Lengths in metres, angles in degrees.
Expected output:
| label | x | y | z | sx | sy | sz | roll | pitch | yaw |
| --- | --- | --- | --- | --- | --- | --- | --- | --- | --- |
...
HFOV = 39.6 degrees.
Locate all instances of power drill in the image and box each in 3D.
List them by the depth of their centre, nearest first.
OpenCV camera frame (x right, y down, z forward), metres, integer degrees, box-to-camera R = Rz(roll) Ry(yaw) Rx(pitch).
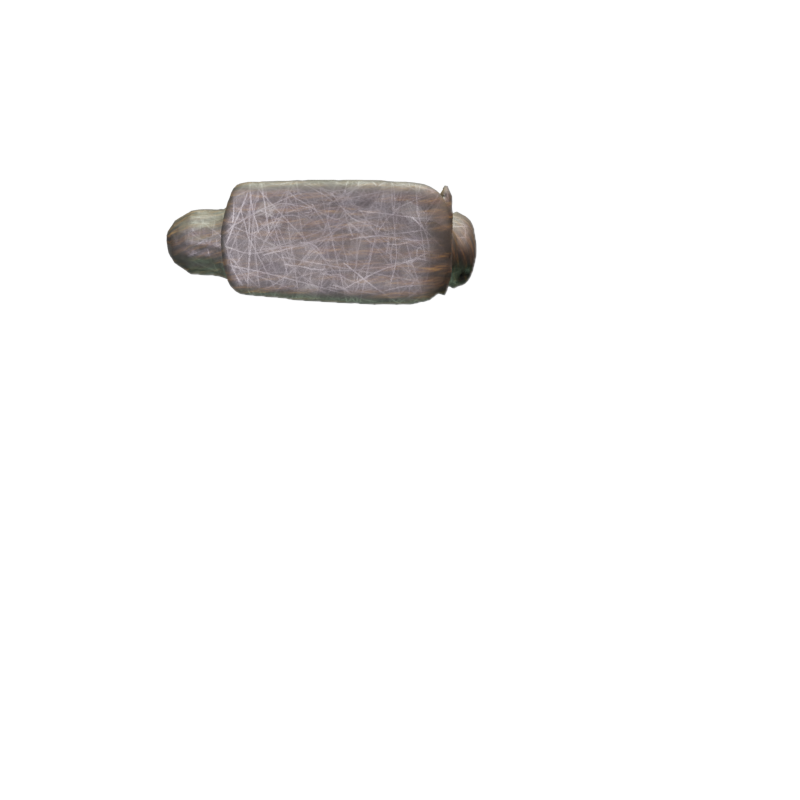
| label | x | y | z | sx | sy | sz | roll | pitch | yaw |
| --- | --- | --- | --- | --- | --- | --- | --- | --- | --- |
| power drill | -0.046 | -0.085 | 0.594 | 0.185 | 0.057 | 0.189 | 0 | 8 | 1 |
